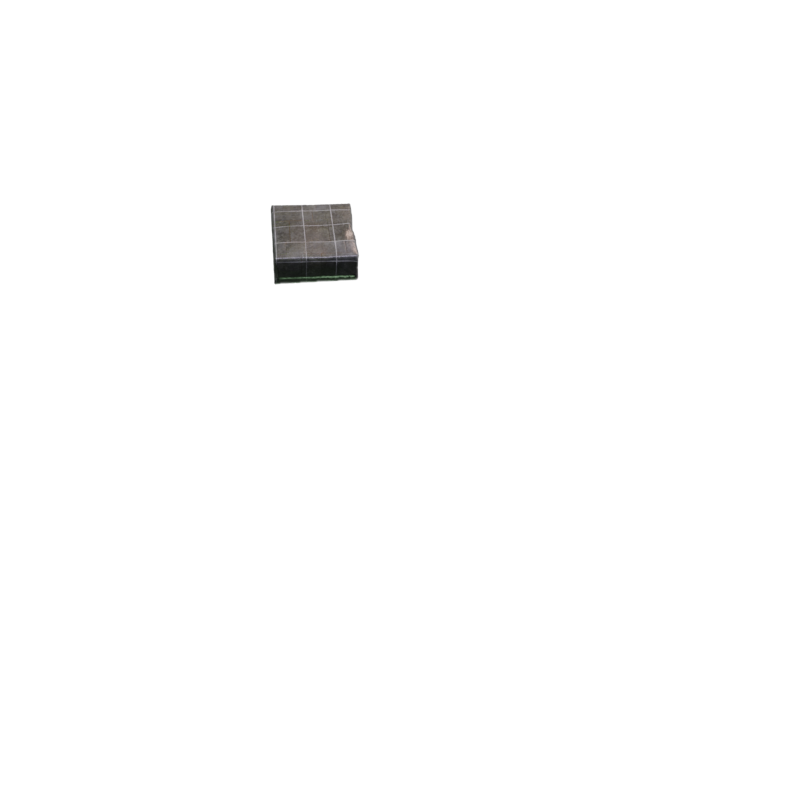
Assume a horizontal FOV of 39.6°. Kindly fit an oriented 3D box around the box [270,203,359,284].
[{"bbox_3d":[-0.077,-0.140,0.978,0.073,0.028,0.096,-3,39,-4],"label":"box"}]
